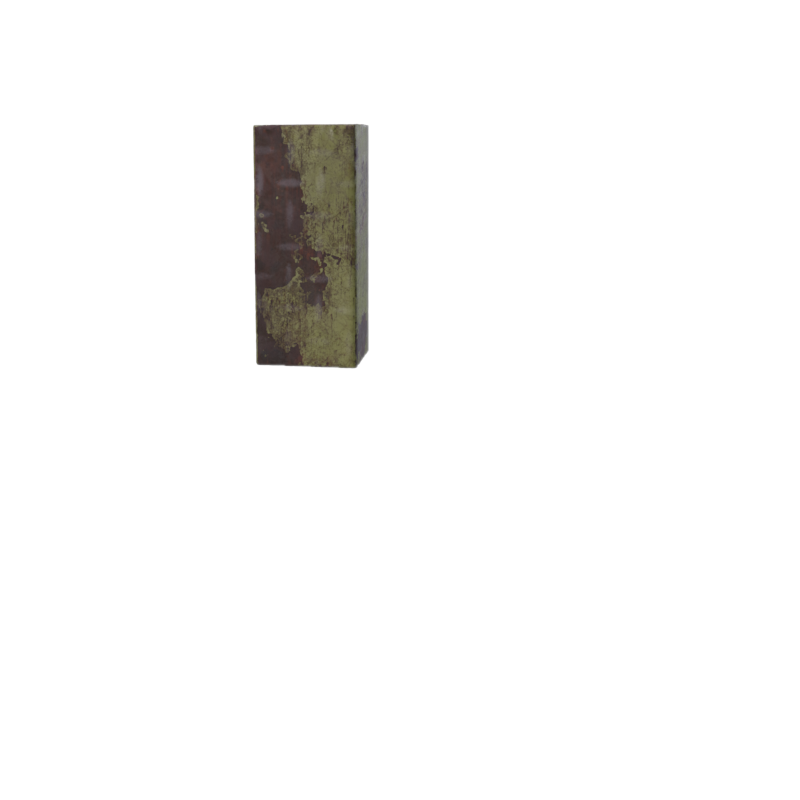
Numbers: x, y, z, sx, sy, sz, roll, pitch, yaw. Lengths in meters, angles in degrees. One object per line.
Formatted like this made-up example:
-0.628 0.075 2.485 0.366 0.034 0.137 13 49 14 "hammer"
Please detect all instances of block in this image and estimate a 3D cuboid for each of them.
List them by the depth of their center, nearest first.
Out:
-0.077 -0.140 0.978 0.092 0.203 0.090 1 7 8 "block"
